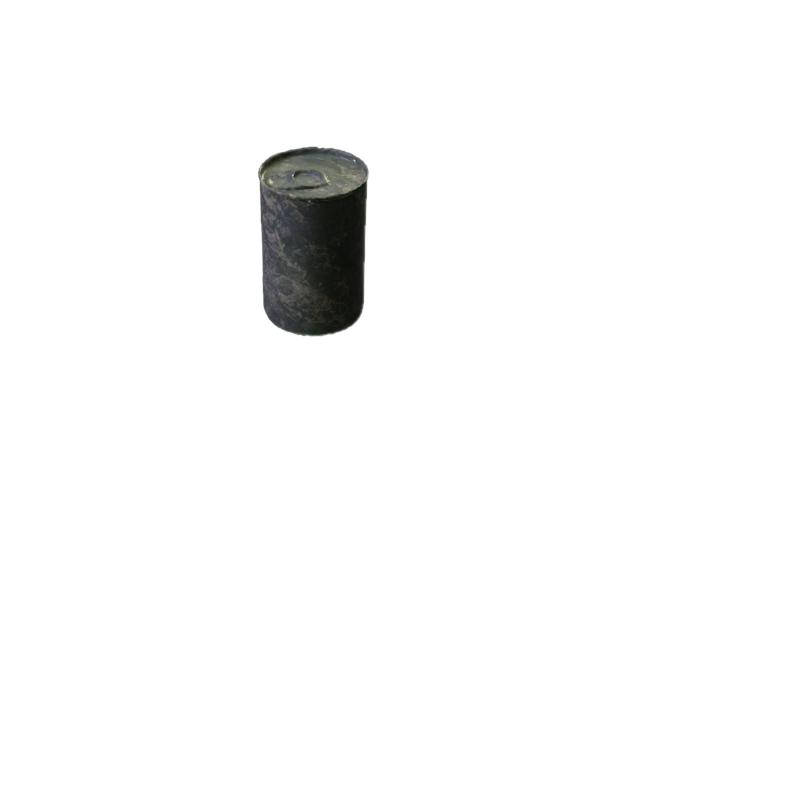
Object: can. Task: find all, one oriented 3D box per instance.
[{"bbox_3d":[-0.055,-0.101,0.704,0.068,0.096,0.073,0,34,-3],"label":"can"}]
